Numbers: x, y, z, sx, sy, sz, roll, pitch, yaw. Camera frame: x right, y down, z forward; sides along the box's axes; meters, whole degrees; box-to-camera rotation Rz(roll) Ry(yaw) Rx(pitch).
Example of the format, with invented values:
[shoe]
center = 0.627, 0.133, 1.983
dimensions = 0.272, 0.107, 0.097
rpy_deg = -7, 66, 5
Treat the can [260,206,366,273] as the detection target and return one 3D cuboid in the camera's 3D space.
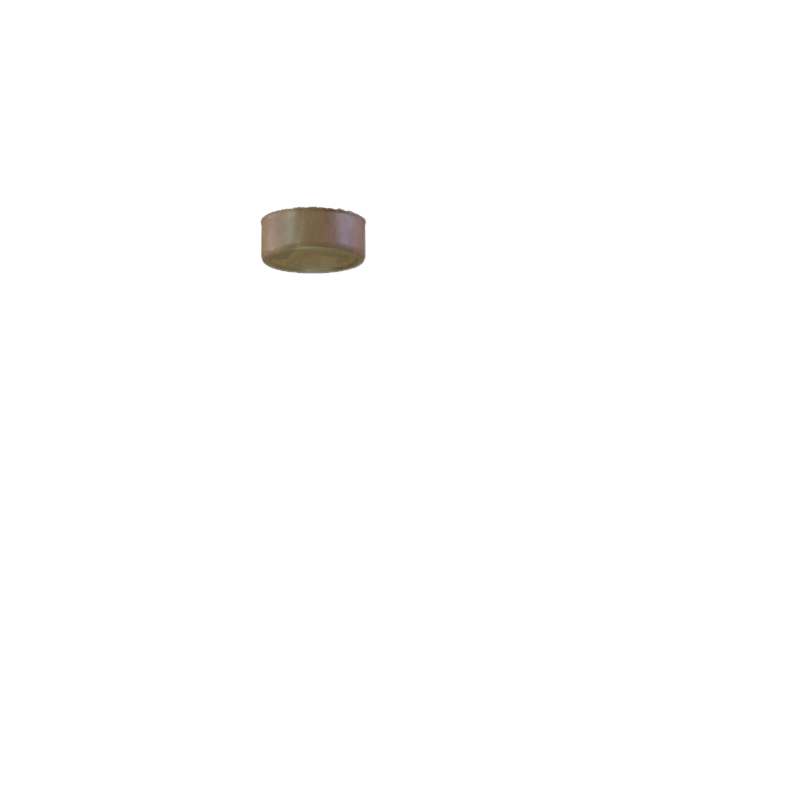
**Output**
[can]
center = -0.070, -0.128, 0.897
dimensions = 0.086, 0.035, 0.084
rpy_deg = 0, -9, -2
